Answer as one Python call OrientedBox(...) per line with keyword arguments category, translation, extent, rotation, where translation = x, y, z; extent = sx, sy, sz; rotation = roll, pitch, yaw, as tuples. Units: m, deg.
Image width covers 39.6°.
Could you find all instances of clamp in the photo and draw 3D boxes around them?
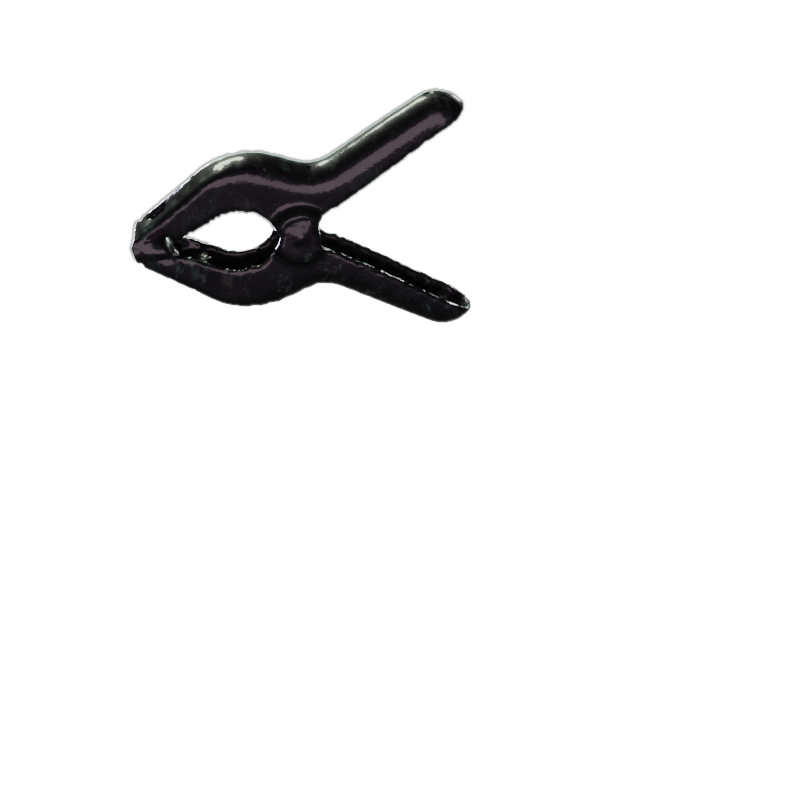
OrientedBox(category="clamp", translation=(-0.043, -0.078, 0.549), extent=(0.172, 0.114, 0.041), rotation=(-12, 20, 4))
